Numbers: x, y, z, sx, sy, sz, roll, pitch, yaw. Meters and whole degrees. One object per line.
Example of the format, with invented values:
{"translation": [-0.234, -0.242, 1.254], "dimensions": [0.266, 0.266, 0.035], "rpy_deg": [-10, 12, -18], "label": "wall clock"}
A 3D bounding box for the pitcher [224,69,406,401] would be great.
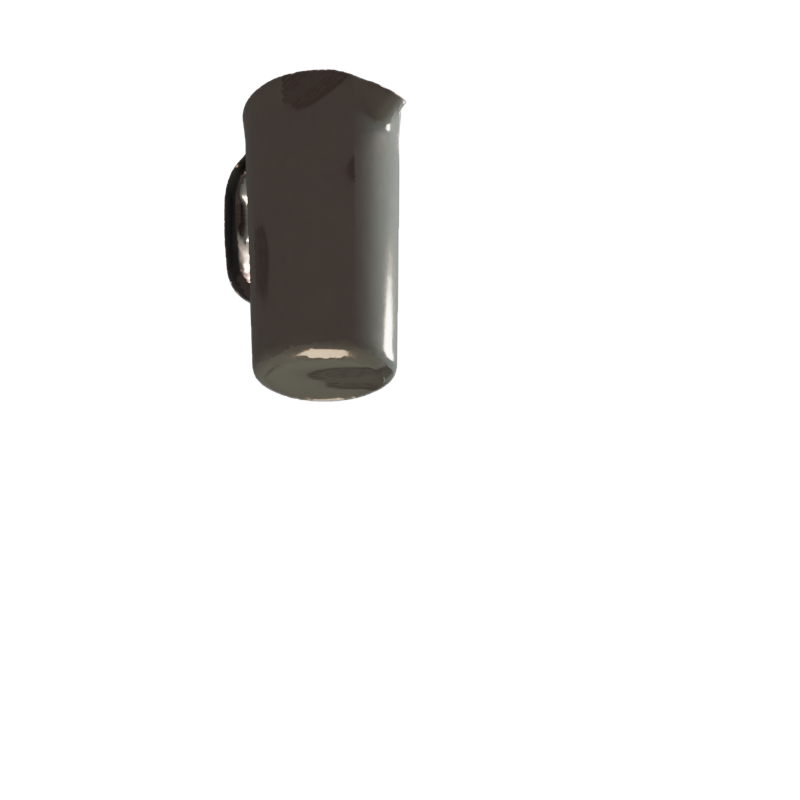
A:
{"translation": [-0.069, -0.126, 0.882], "dimensions": [0.144, 0.257, 0.142], "rpy_deg": [2, -26, -7], "label": "pitcher"}
